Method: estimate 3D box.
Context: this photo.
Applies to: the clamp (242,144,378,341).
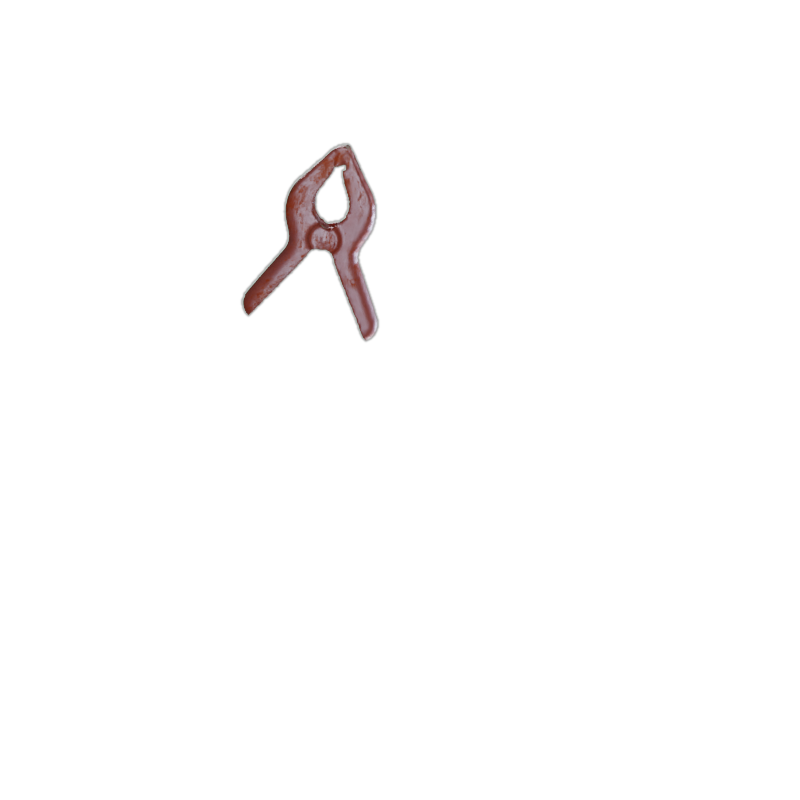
[{"bbox_3d":[-0.076,-0.138,0.965,0.120,0.168,0.040,3,9,-1],"label":"clamp"}]
